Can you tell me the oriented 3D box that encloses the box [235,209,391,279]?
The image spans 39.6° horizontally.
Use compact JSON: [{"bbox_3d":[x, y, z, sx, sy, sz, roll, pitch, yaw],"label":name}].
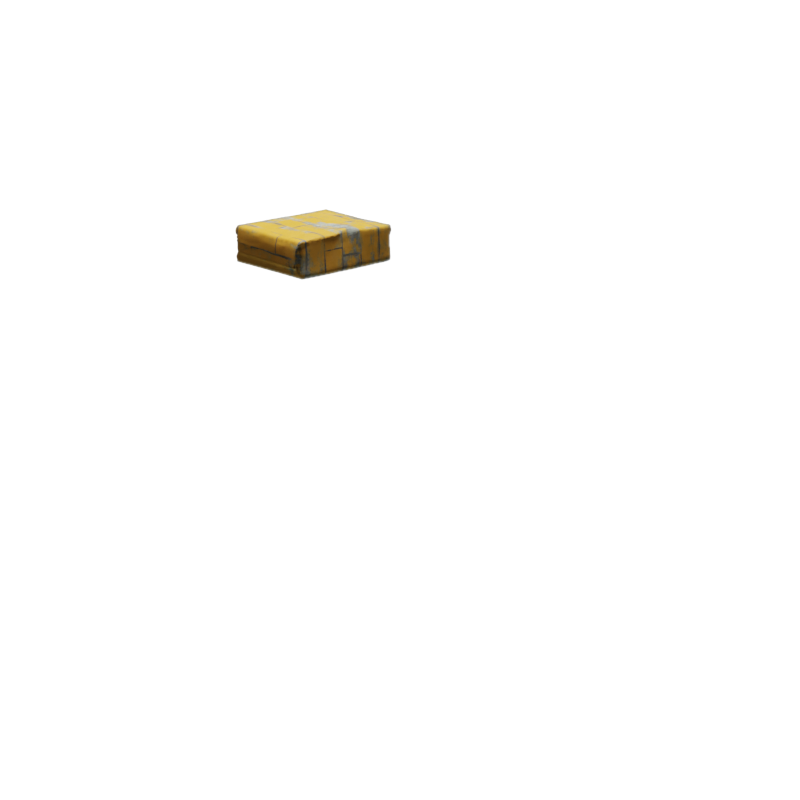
[{"bbox_3d":[-0.063,-0.115,0.802,0.087,0.029,0.077,-17,26,-39],"label":"box"}]
